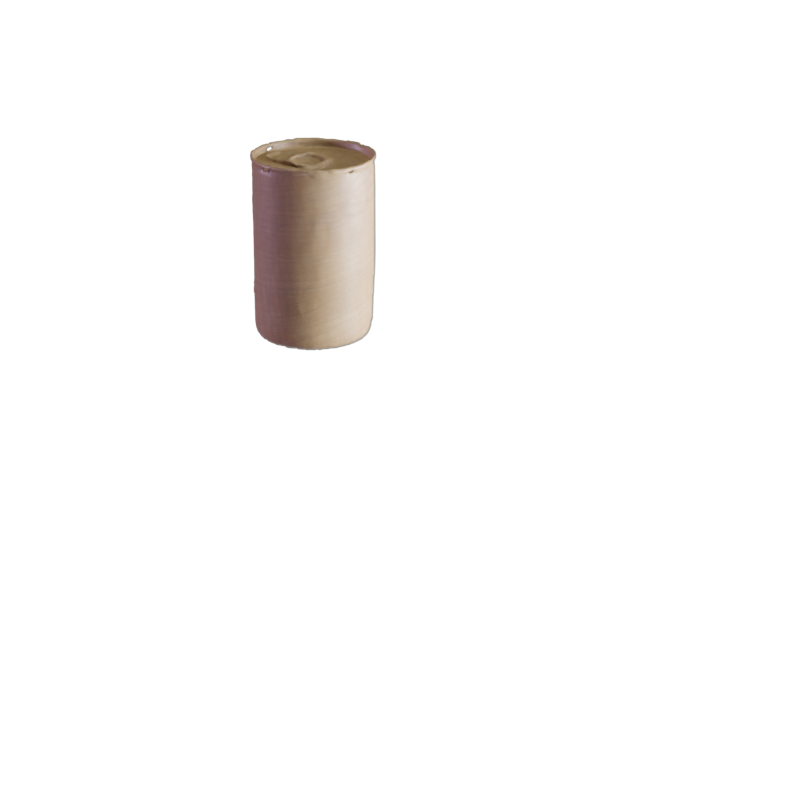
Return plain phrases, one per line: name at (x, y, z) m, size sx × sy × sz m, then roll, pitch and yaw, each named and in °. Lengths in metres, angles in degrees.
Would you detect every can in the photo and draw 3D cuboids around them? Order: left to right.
can at (-0.048, -0.087, 0.611) m, size 0.068 × 0.097 × 0.072 m, roll 0°, pitch 23°, yaw -2°
